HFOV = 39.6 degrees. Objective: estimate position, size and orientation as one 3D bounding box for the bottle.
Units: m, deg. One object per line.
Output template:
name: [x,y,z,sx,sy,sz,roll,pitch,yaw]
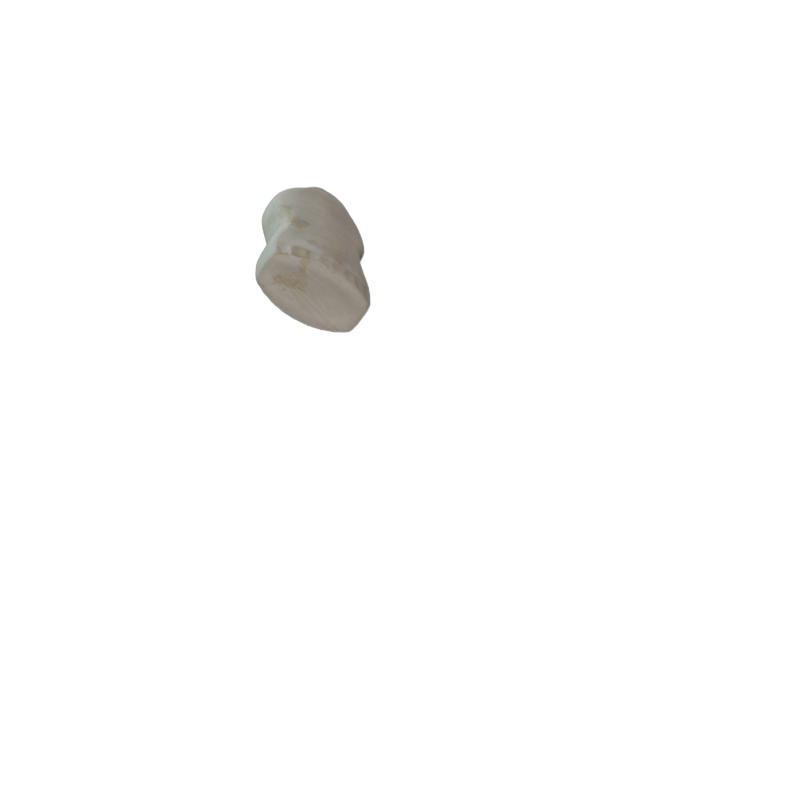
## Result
bottle: [-0.076,-0.138,0.971,0.093,0.057,0.204,25,28,-18]
